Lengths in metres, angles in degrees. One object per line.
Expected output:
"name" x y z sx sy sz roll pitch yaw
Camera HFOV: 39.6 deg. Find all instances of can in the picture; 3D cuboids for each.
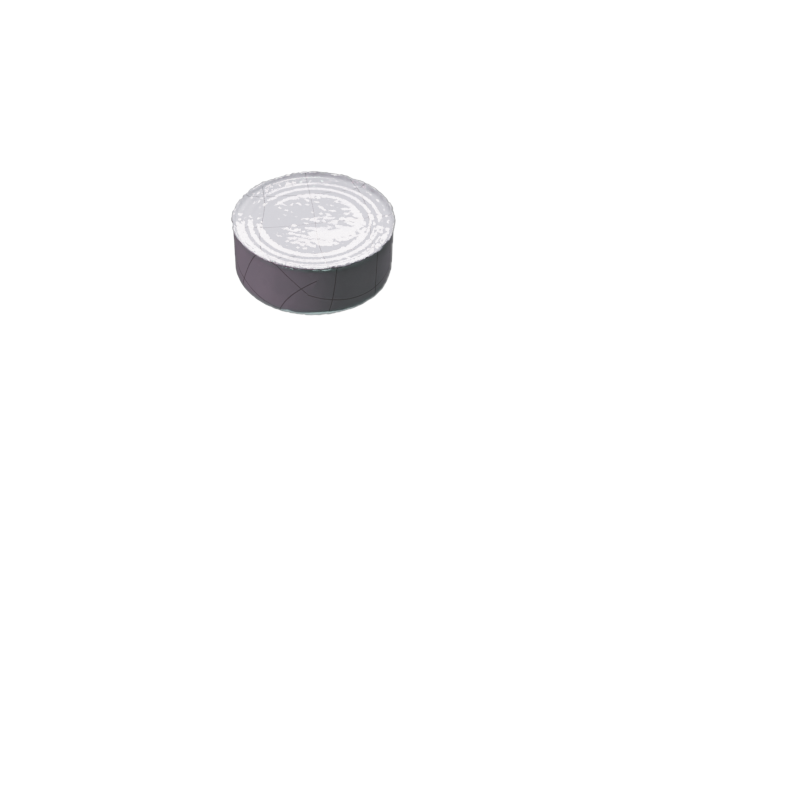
"can" -0.046 -0.084 0.589 0.086 0.031 0.092 -1 42 -2
